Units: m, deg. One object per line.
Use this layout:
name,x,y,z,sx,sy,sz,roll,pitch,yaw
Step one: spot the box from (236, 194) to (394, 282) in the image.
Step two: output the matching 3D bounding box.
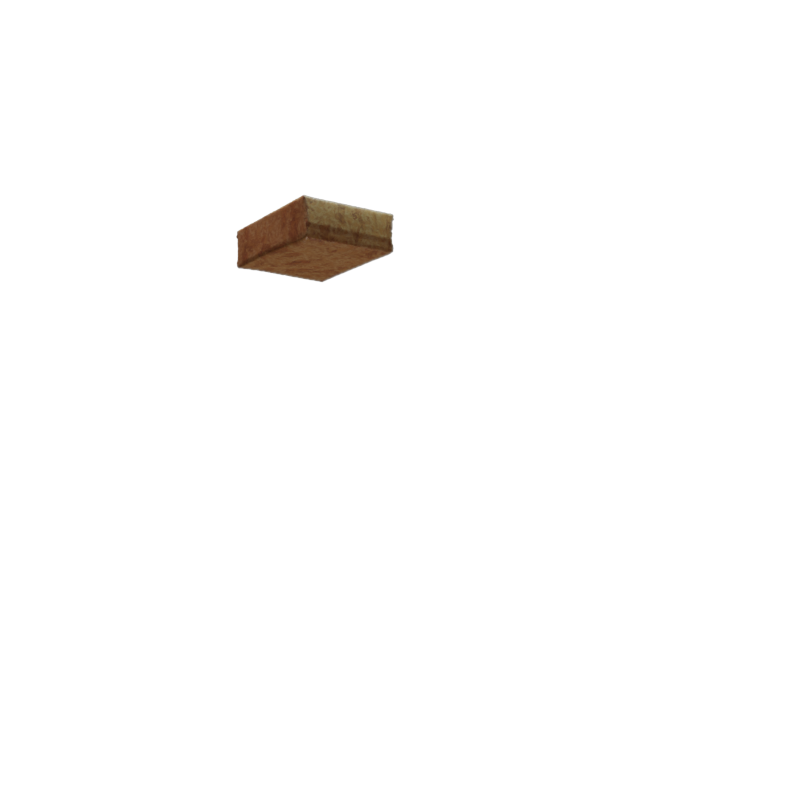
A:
box,-0.073,-0.133,0.934,0.086,0.040,0.115,6,-10,-35
